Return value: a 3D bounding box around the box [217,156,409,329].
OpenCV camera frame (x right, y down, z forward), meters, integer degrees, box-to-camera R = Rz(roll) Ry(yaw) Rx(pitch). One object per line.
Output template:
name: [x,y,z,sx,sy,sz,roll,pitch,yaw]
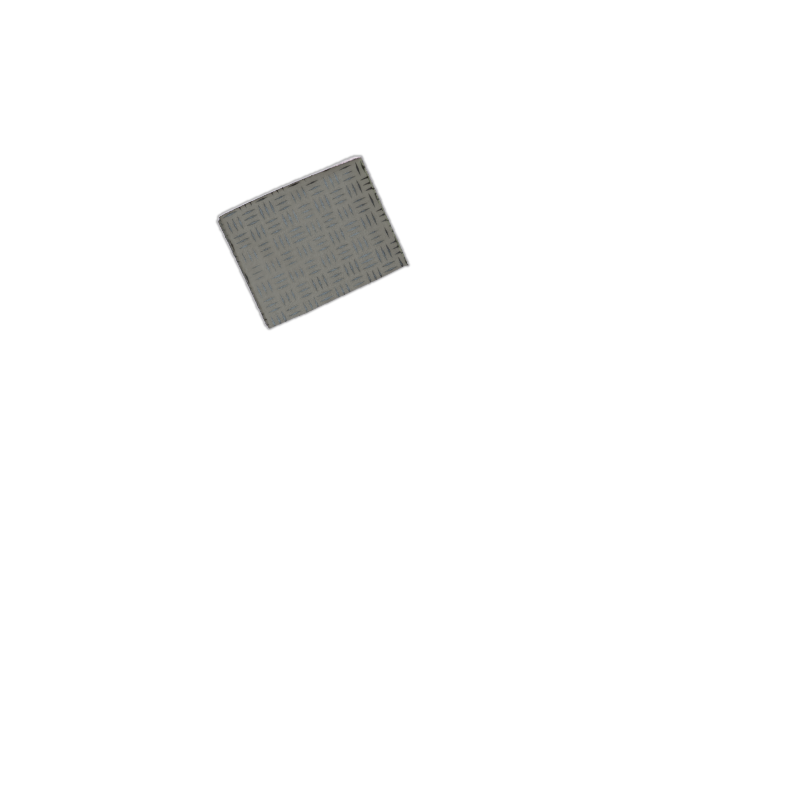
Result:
box: [-0.062,-0.114,0.795,0.113,0.089,0.039,-24,3,1]
